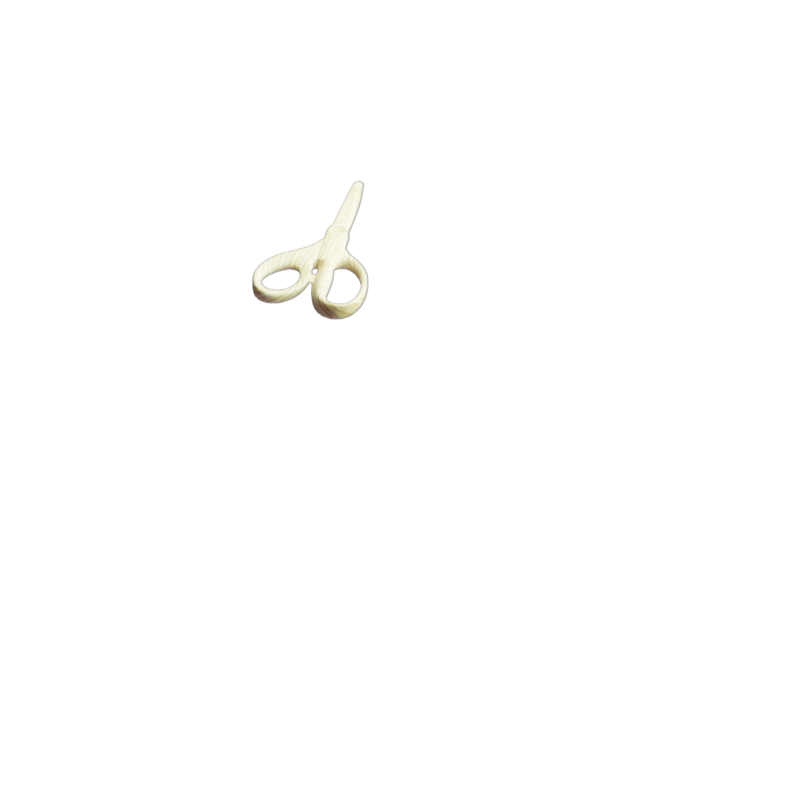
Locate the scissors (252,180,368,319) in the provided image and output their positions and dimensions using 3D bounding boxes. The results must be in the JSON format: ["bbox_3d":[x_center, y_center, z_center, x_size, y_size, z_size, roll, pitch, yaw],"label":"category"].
[{"bbox_3d":[-0.069,-0.126,0.882,0.096,0.015,0.216,-3,36,-4],"label":"scissors"}]
